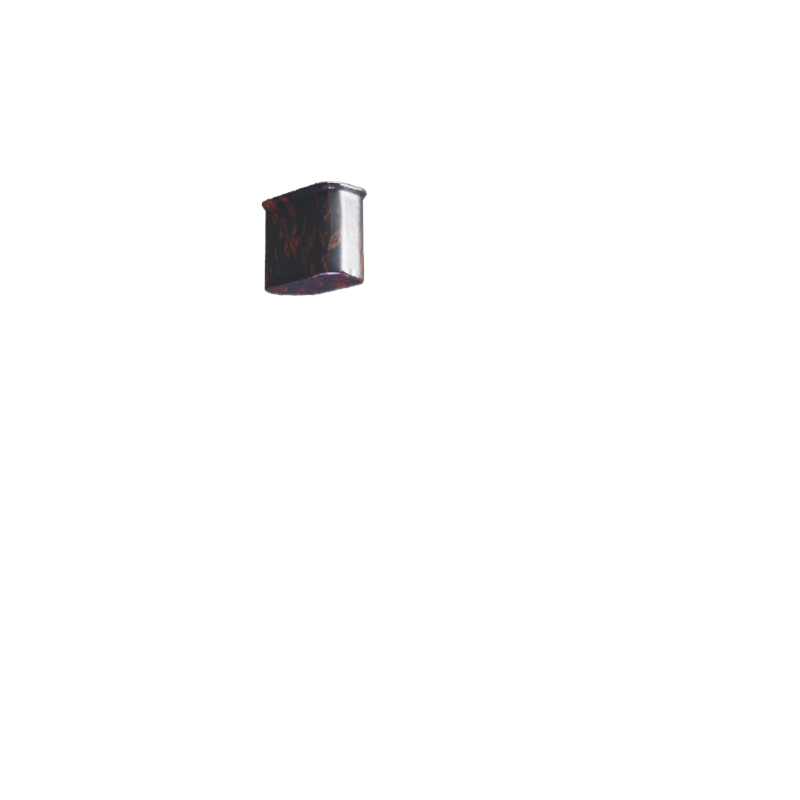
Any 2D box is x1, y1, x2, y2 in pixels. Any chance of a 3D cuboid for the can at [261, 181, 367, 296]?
[{"bbox_3d":[-0.078,-0.142,0.996,0.104,0.087,0.054,-11,-16,43],"label":"can"}]
